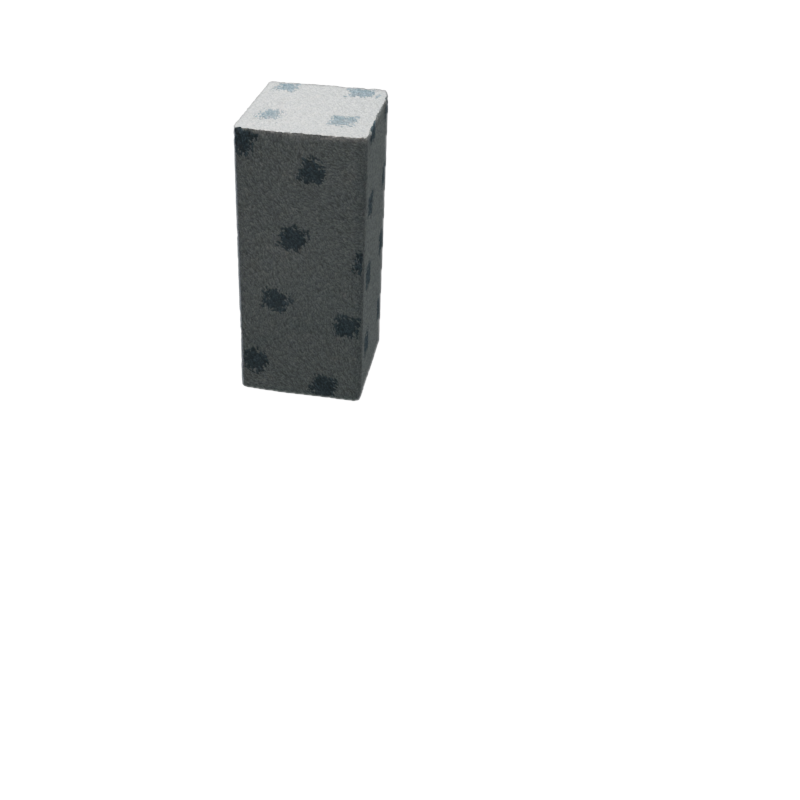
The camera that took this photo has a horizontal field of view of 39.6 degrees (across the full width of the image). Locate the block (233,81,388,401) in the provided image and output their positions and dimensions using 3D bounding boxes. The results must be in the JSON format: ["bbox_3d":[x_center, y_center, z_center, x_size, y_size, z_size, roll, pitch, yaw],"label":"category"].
[{"bbox_3d":[-0.062,-0.113,0.794,0.092,0.194,0.095,7,31,9],"label":"block"}]
